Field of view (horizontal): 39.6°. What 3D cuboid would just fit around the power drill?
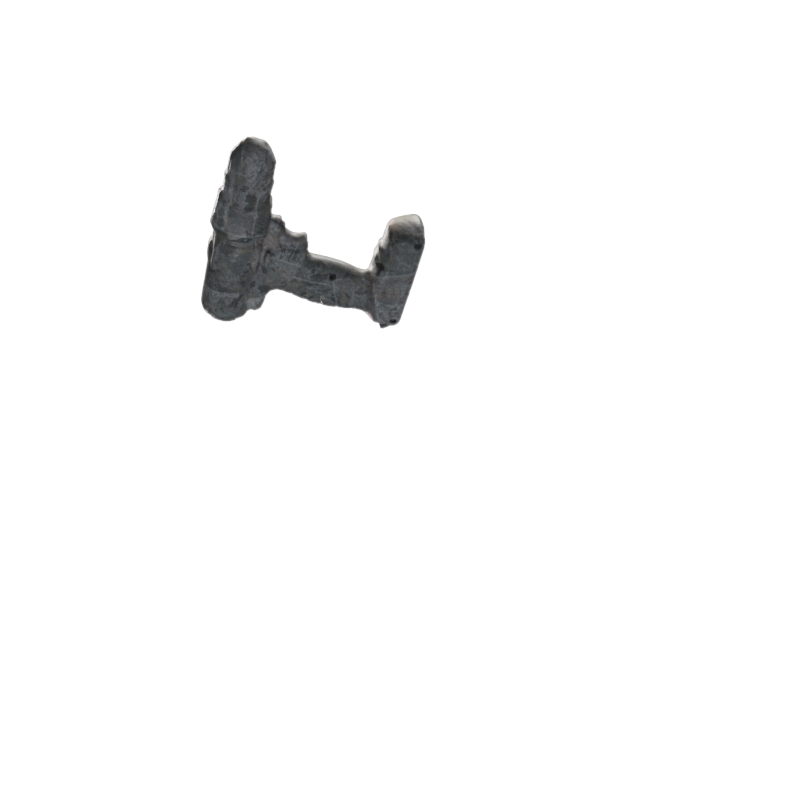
[{"bbox_3d":[-0.077,-0.141,0.990,0.185,0.174,0.061,10,38,-8],"label":"power drill"}]
